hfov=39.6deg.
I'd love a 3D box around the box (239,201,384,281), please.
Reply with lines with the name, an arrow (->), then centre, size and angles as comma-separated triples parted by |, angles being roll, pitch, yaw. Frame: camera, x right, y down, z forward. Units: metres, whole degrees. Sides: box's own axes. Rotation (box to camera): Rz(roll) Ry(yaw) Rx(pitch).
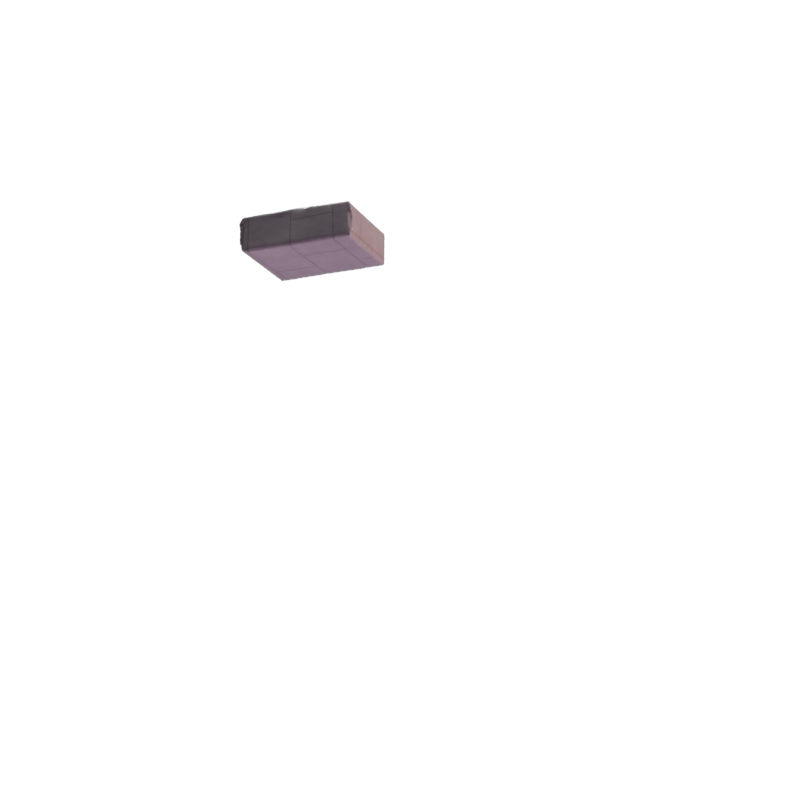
box -> -0.065, -0.119, 0.830 | 0.091, 0.031, 0.069 | -5, -15, 21
